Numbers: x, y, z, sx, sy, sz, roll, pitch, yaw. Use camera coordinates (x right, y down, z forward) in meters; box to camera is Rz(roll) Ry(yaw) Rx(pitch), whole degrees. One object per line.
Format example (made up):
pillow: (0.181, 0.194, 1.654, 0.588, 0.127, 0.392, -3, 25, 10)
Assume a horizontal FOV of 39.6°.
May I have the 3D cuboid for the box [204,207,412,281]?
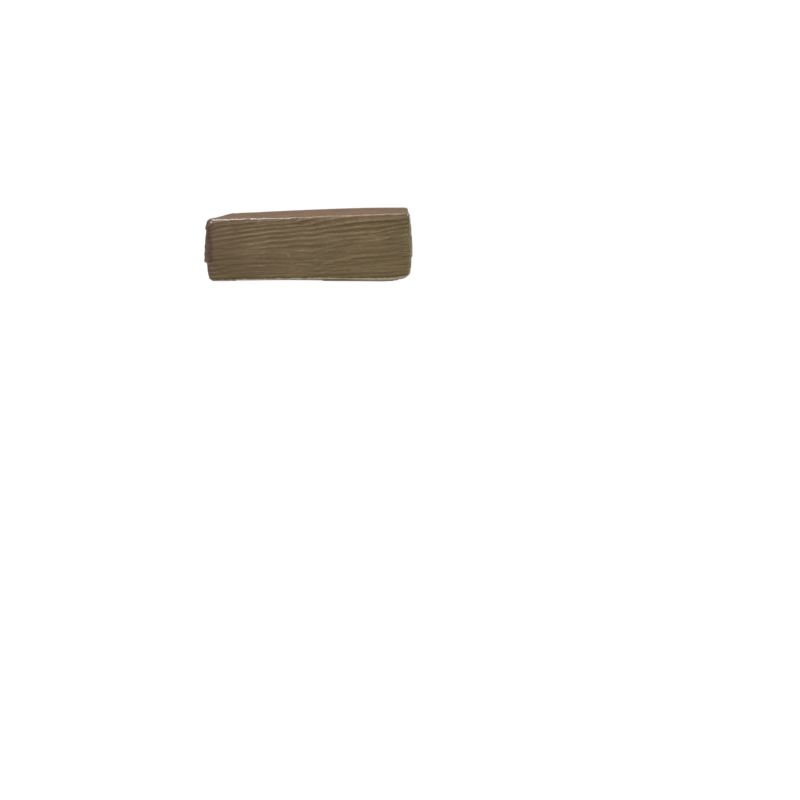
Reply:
box: (-0.050, -0.091, 0.638, 0.114, 0.038, 0.091, 1, 11, 2)
